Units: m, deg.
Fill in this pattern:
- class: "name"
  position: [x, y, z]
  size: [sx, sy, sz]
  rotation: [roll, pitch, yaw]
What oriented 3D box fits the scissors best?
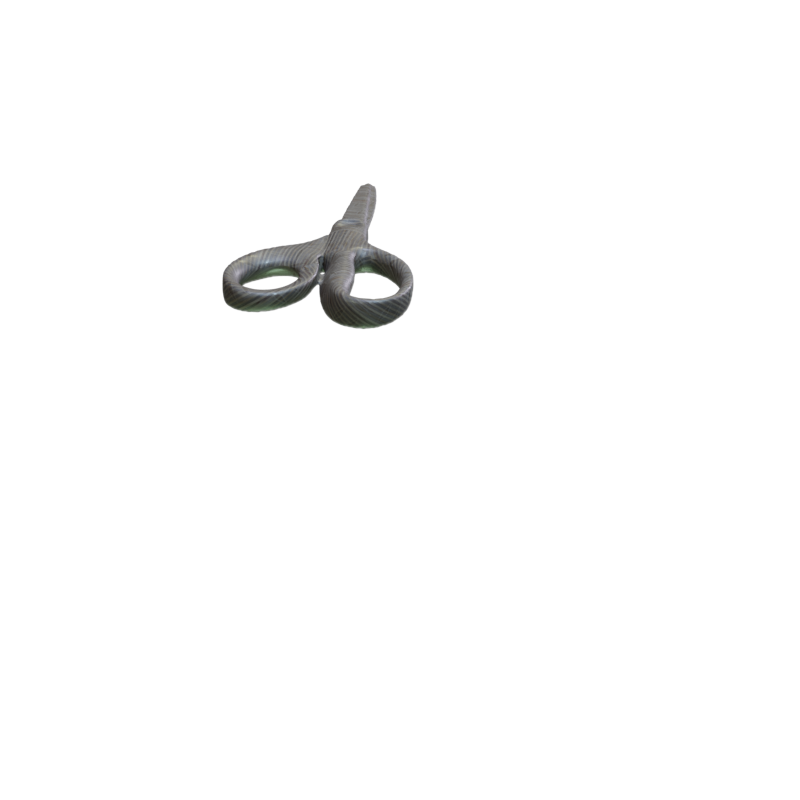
- class: "scissors"
  position: [-0.044, -0.081, 0.566]
  size: [0.095, 0.015, 0.214]
  rotation: [-4, 26, -8]
